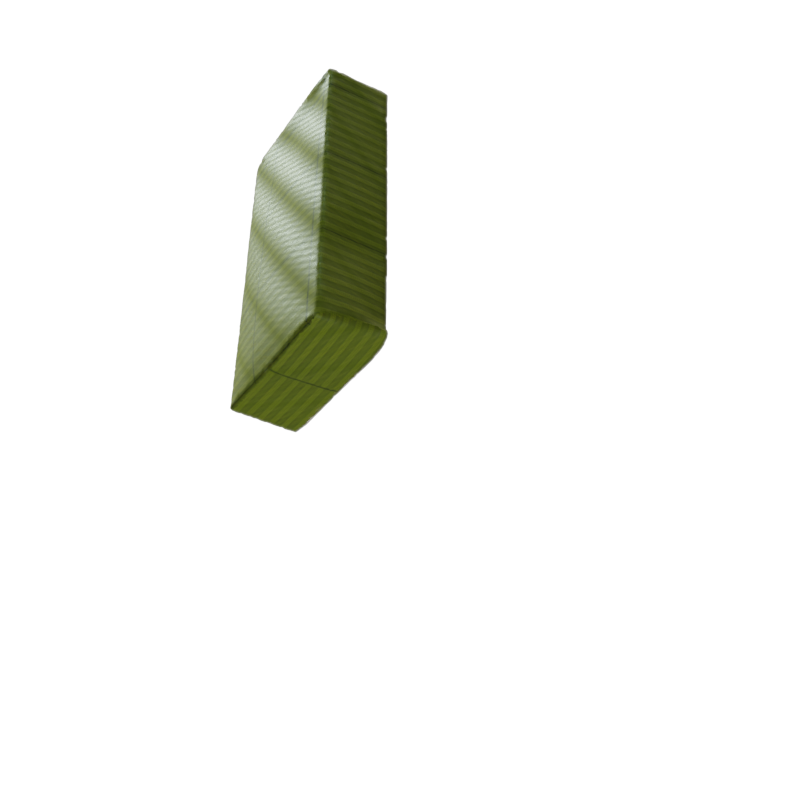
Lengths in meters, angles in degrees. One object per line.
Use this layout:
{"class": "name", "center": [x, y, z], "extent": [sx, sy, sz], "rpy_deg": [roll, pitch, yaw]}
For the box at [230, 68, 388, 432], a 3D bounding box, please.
{"class": "box", "center": [-0.046, -0.084, 0.586], "extent": [0.046, 0.189, 0.091], "rpy_deg": [20, -44, -26]}
